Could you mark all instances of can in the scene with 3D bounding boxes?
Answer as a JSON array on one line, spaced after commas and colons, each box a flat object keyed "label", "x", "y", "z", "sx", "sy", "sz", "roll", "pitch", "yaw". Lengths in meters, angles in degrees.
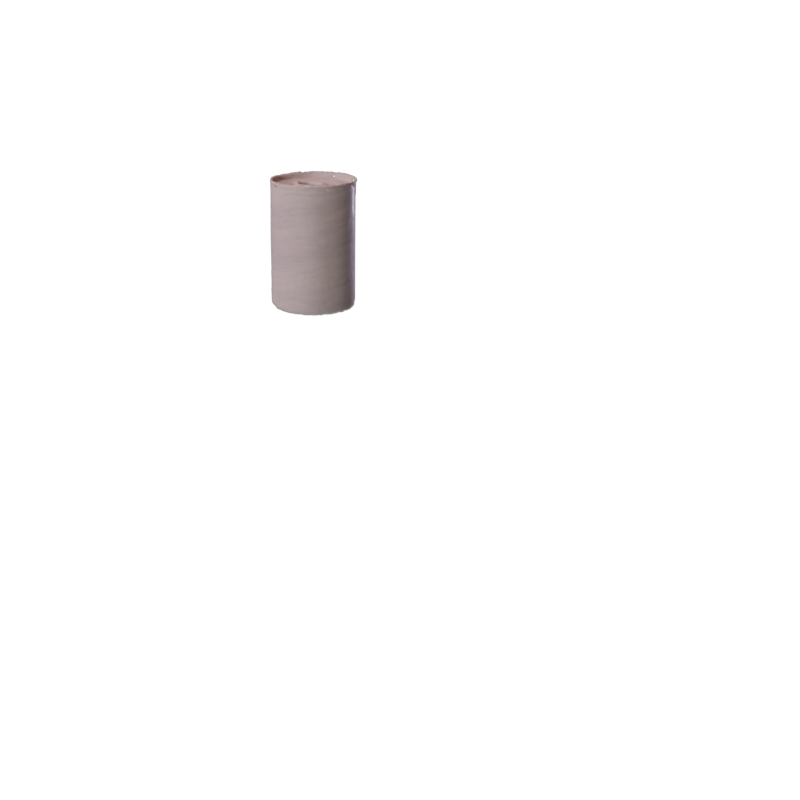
[{"label": "can", "x": -0.068, "y": -0.124, "z": 0.872, "sx": 0.068, "sy": 0.099, "sz": 0.071, "roll": 0, "pitch": 16, "yaw": -2}]
